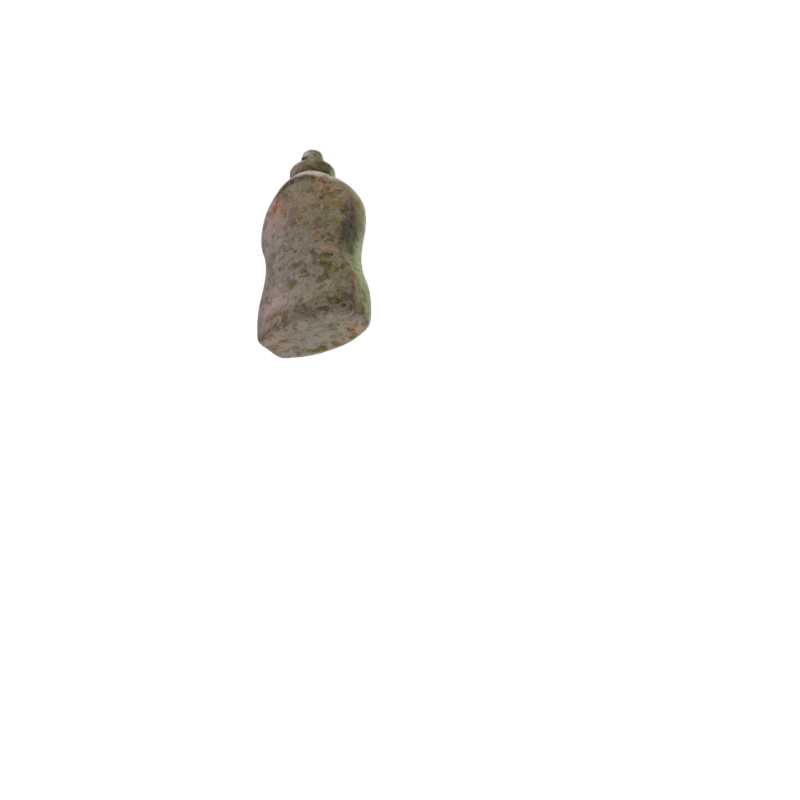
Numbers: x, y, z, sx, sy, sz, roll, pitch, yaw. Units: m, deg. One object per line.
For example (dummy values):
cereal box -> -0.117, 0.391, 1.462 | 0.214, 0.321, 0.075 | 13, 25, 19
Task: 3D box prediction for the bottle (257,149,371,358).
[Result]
bottle -> -0.075, -0.136, 0.949 | 0.097, 0.205, 0.054 | -21, -37, 27
